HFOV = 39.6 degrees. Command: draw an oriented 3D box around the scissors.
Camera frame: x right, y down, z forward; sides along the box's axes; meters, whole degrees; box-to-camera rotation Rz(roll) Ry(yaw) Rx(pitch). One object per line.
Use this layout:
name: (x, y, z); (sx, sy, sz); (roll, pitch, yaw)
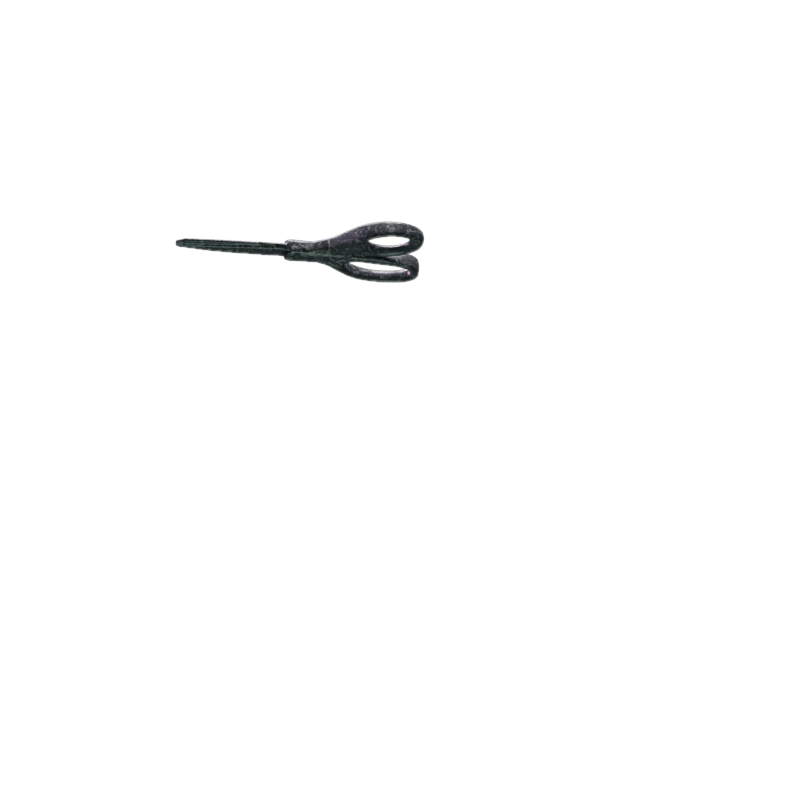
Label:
scissors: (-0.069, -0.127, 0.886); (0.195, 0.017, 0.094); (9, -24, -22)
